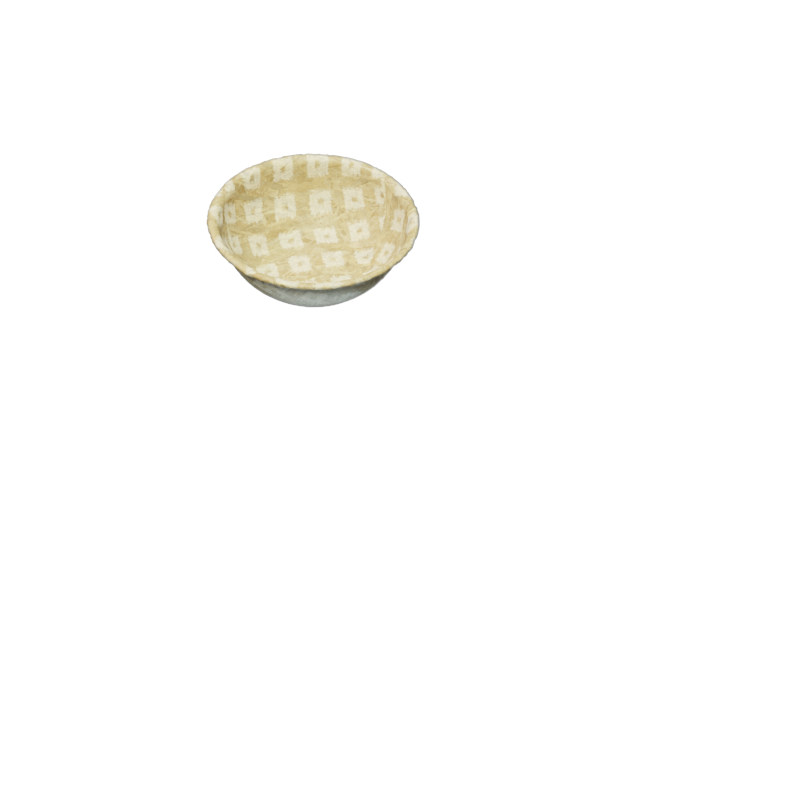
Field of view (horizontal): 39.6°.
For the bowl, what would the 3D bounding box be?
[{"bbox_3d":[-0.067,-0.123,0.860,0.162,0.051,0.174,-1,45,-1],"label":"bowl"}]
